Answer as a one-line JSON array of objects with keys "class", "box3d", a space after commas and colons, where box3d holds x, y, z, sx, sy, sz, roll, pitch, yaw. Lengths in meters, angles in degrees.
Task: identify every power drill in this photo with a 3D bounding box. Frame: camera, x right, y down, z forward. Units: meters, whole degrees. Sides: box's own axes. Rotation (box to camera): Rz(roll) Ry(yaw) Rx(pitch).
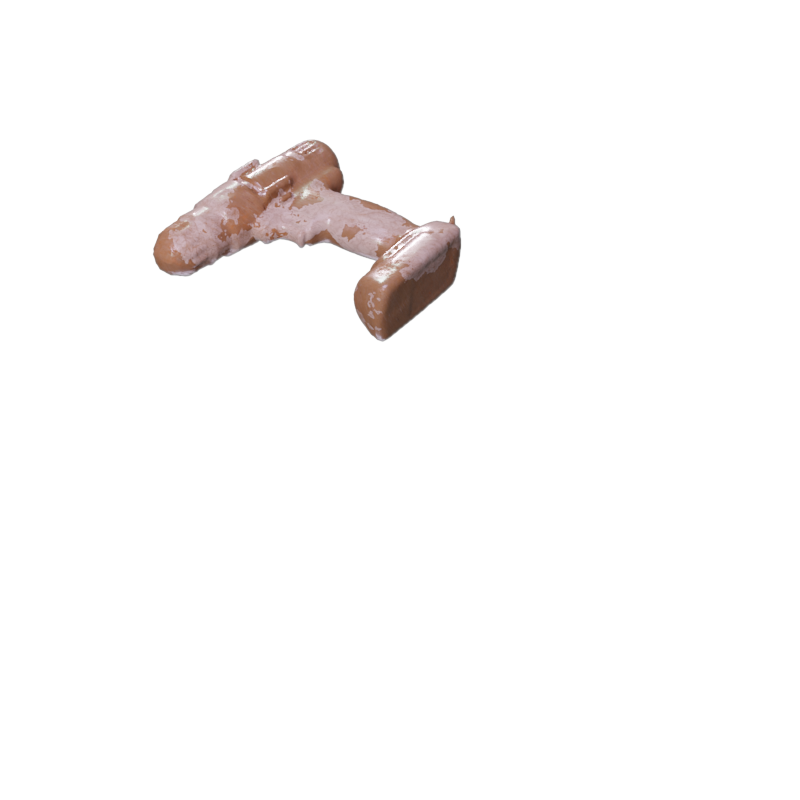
[{"class": "power drill", "box3d": [-0.065, -0.118, 0.827, 0.199, 0.053, 0.187, 30, 52, 27]}]
